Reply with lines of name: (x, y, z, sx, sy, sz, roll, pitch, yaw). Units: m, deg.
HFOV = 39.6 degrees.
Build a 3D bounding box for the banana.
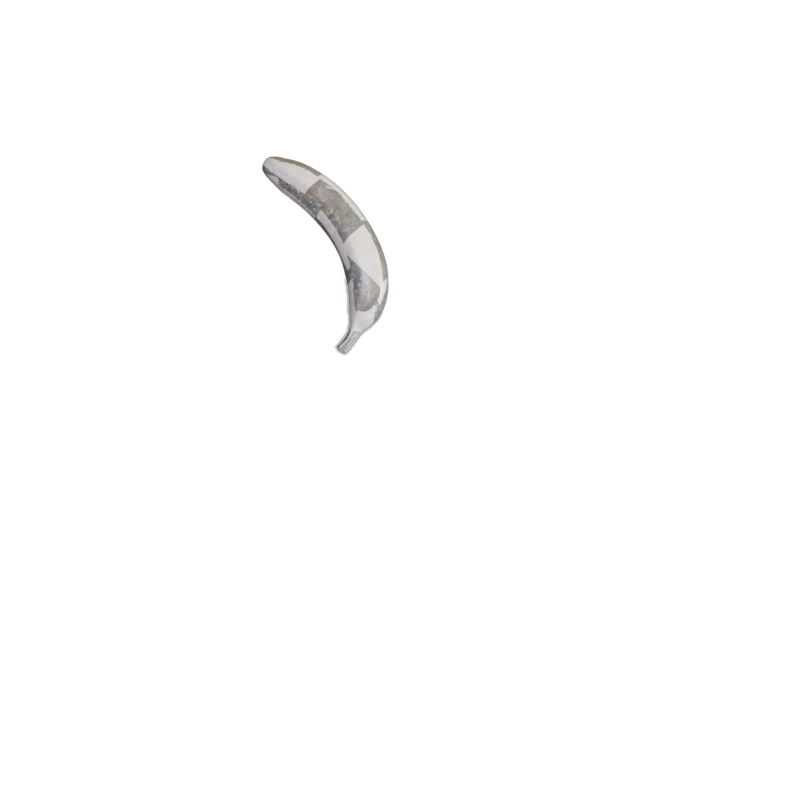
banana: (-0.057, -0.141, 0.972, 0.069, 0.209, 0.035, -20, -22, -9)
